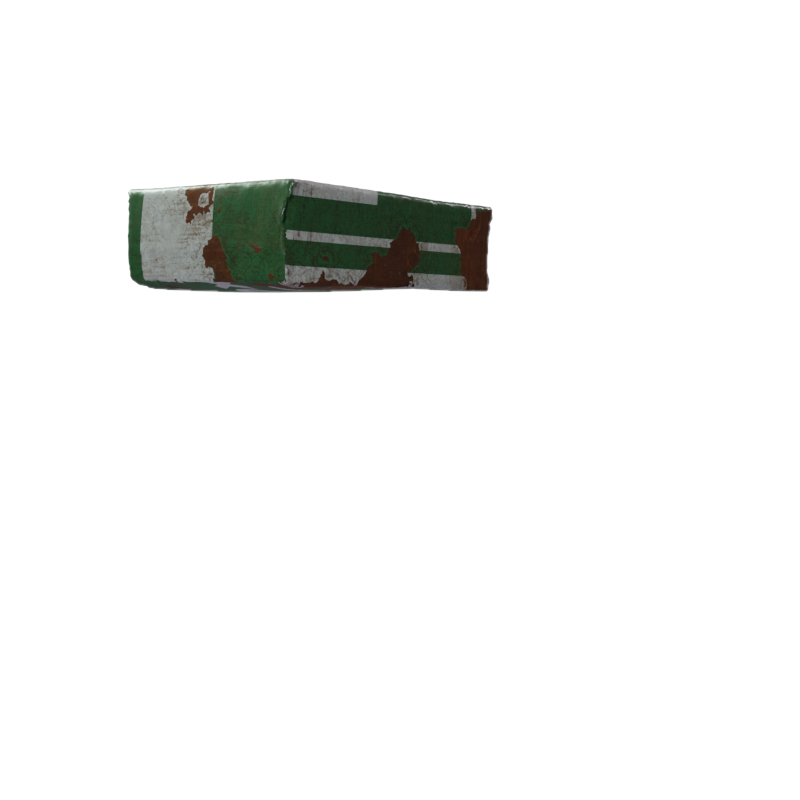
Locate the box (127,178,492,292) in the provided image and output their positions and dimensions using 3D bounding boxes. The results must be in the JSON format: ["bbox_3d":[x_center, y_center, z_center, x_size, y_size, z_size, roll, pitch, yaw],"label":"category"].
[{"bbox_3d":[-0.033,-0.060,0.423,0.093,0.039,0.109,4,7,42],"label":"box"}]
